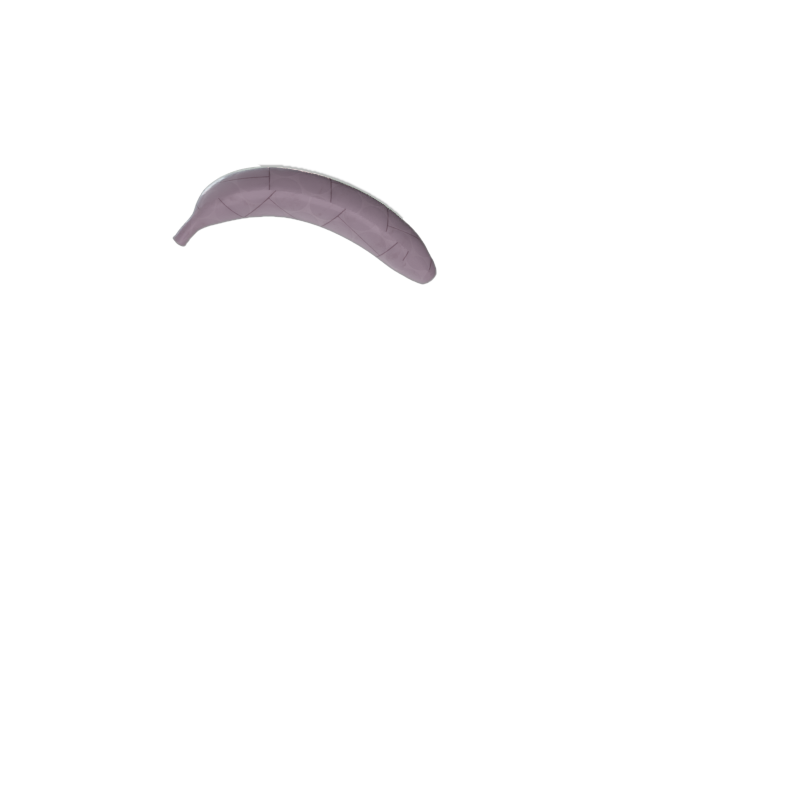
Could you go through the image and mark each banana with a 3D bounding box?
[{"bbox_3d":[-0.065,-0.134,0.819,0.196,0.066,0.039,9,25,-4],"label":"banana"}]
